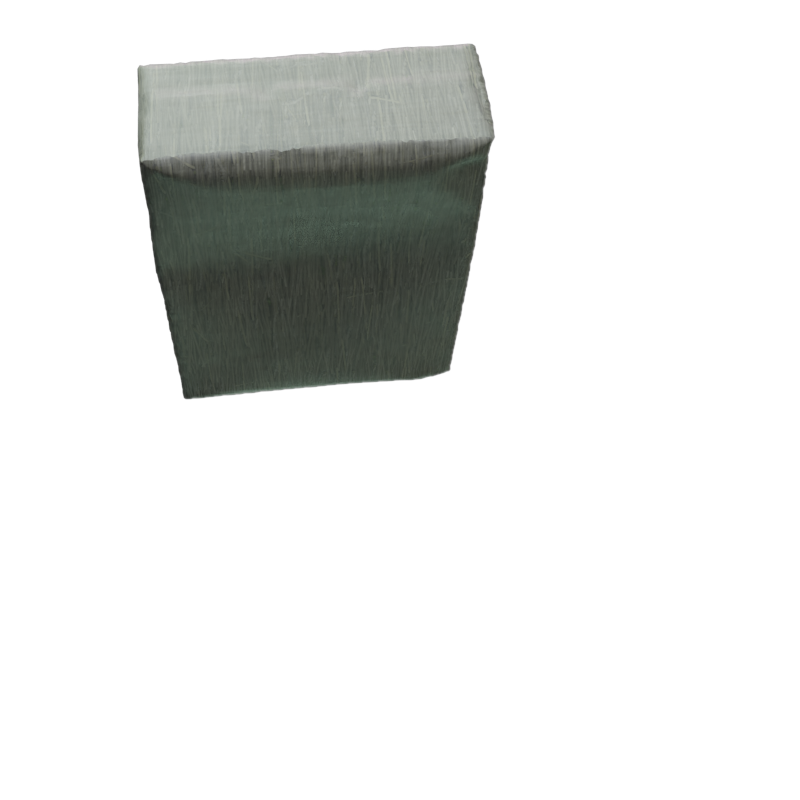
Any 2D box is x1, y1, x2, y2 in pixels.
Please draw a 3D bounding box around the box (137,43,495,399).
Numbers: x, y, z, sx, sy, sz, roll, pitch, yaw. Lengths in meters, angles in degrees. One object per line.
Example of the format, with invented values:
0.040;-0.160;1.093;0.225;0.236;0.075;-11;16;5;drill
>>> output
-0.046;-0.084;0.592;0.163;0.077;0.200;-4;-31;-5;box
